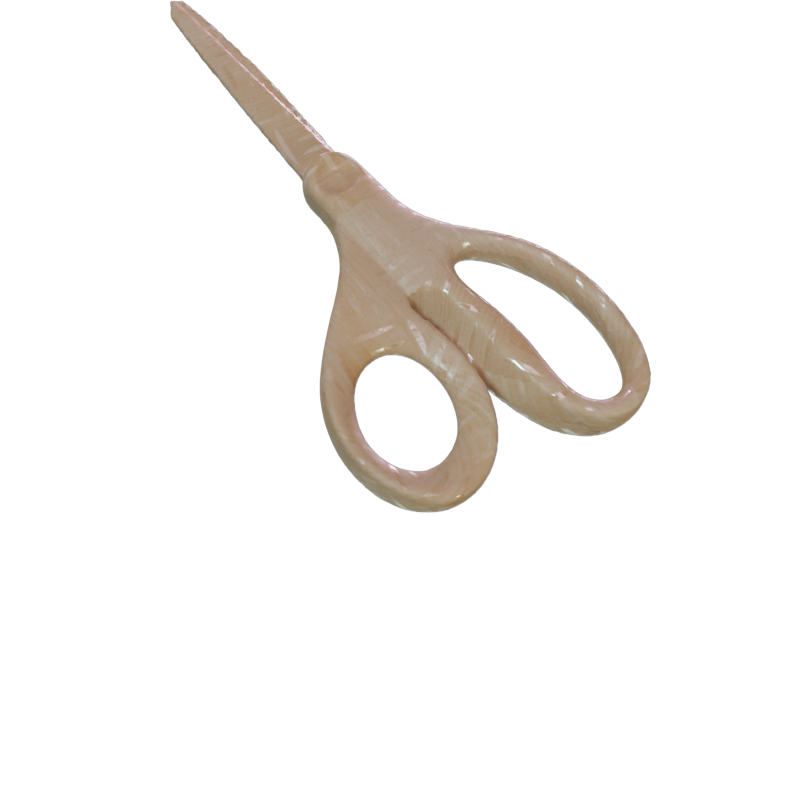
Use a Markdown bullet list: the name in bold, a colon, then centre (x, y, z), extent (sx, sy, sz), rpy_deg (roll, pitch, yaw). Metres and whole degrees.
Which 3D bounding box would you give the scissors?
- **scissors**: centre (-0.025, -0.046, 0.325), extent (0.212, 0.098, 0.015), rpy_deg (36, -26, 20)
